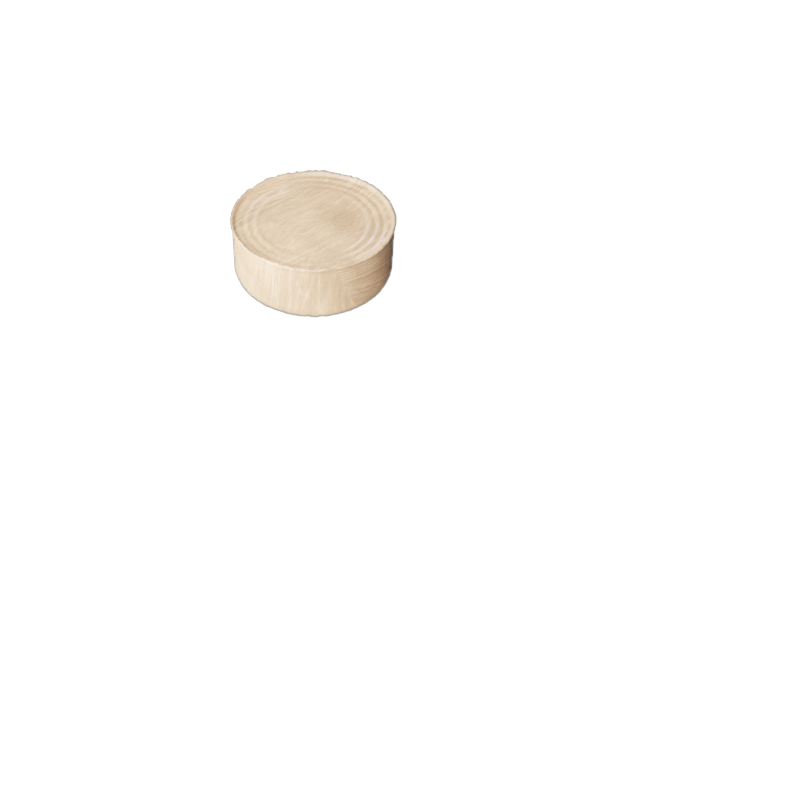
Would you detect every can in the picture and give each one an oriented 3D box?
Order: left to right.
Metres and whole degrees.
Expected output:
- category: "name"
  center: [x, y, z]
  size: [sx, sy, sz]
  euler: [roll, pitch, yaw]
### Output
- category: "can"
  center: [-0.046, -0.083, 0.582]
  size: [0.086, 0.031, 0.092]
  euler: [-1, 43, -2]
